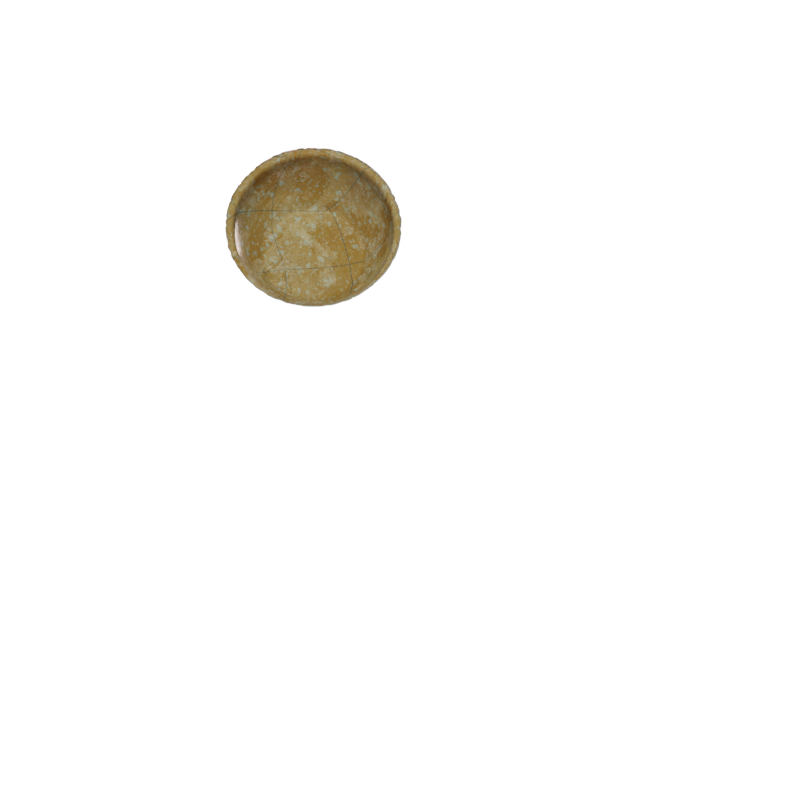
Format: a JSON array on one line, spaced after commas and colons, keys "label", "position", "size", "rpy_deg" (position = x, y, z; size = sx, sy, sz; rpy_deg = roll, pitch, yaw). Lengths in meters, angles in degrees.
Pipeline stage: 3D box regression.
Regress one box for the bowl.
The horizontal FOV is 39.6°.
[{"label": "bowl", "position": [-0.078, -0.142, 0.997], "size": [0.162, 0.153, 0.058], "rpy_deg": [1, 29, -1]}]
